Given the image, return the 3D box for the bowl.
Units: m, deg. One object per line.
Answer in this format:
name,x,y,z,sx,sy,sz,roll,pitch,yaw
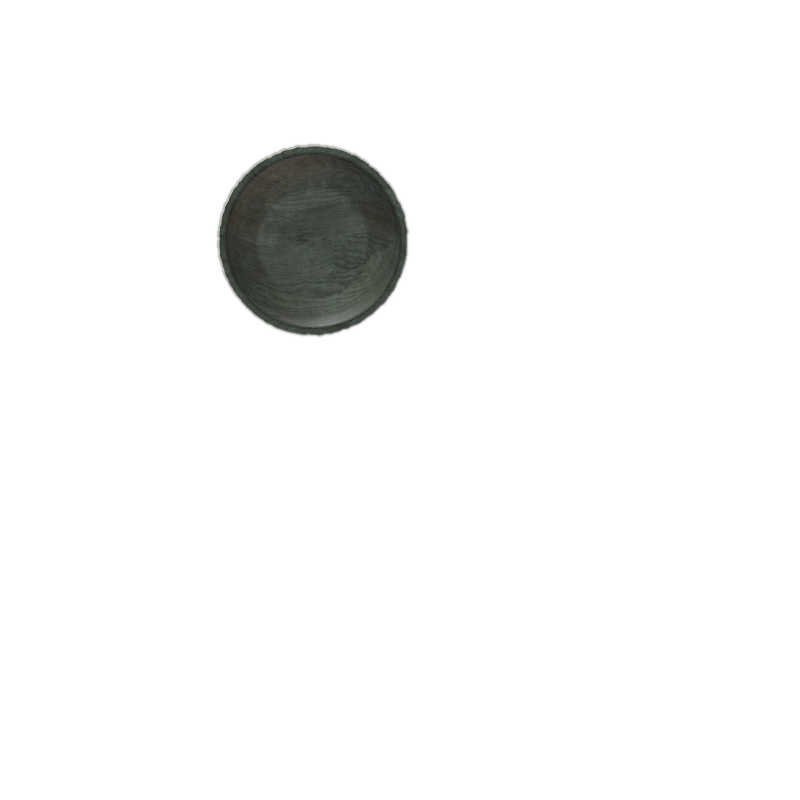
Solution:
bowl,-0.072,-0.131,0.917,0.162,0.161,0.055,0,3,0
